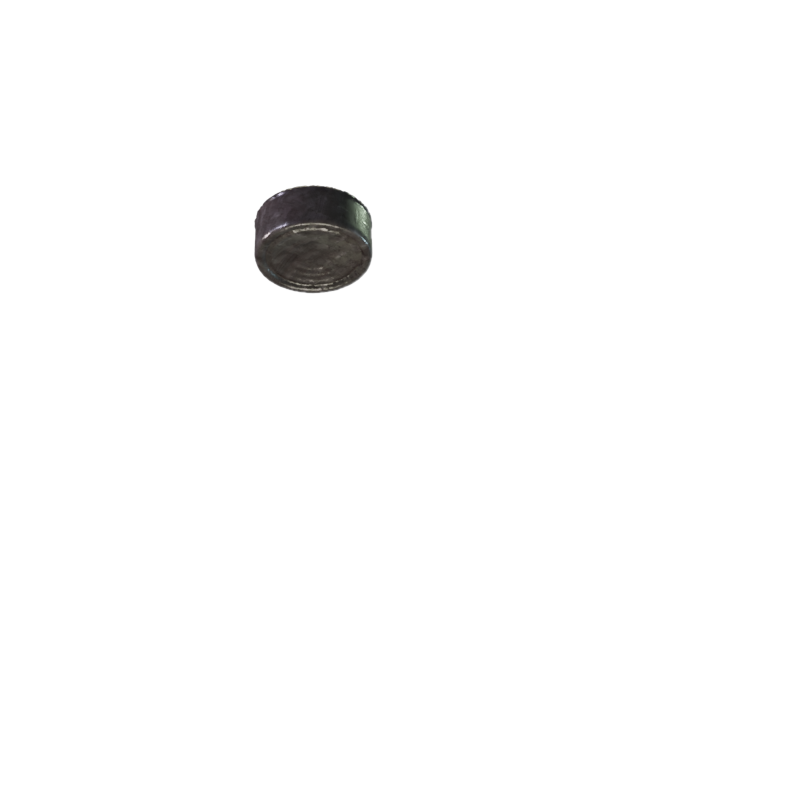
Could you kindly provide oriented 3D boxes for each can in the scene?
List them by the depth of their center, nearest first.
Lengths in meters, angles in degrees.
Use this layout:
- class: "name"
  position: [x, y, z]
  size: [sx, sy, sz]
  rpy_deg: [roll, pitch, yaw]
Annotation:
- class: "can"
  position: [-0.062, -0.114, 0.798]
  size: [0.086, 0.036, 0.080]
  rpy_deg: [1, -34, -2]
